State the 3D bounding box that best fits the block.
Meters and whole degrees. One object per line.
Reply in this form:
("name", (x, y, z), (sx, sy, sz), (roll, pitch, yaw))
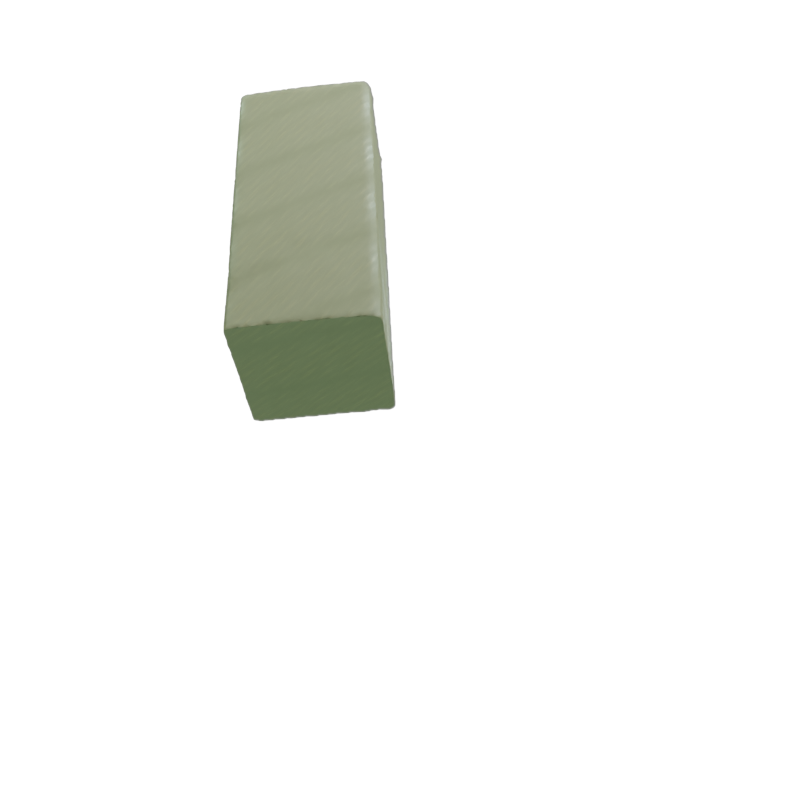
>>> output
("block", (-0.055, -0.101, 0.708), (0.091, 0.221, 0.084), (-6, -40, 3))
